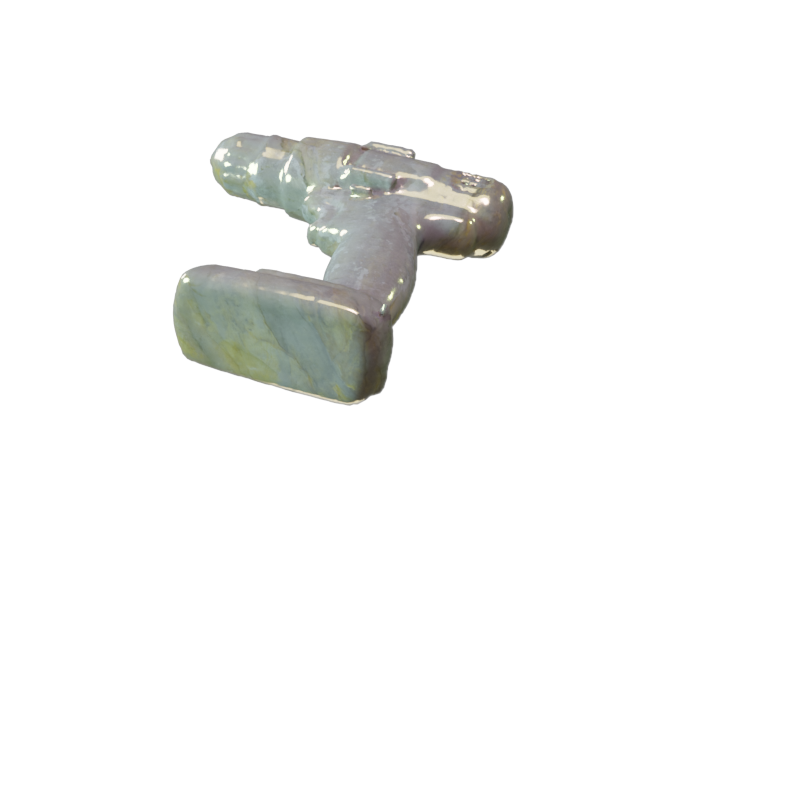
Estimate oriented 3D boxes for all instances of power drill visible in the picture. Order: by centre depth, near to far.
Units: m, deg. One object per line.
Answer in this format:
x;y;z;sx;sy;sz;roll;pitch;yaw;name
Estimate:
-0.047;-0.085;0.595;0.190;0.054;0.195;12;39;16;power drill
